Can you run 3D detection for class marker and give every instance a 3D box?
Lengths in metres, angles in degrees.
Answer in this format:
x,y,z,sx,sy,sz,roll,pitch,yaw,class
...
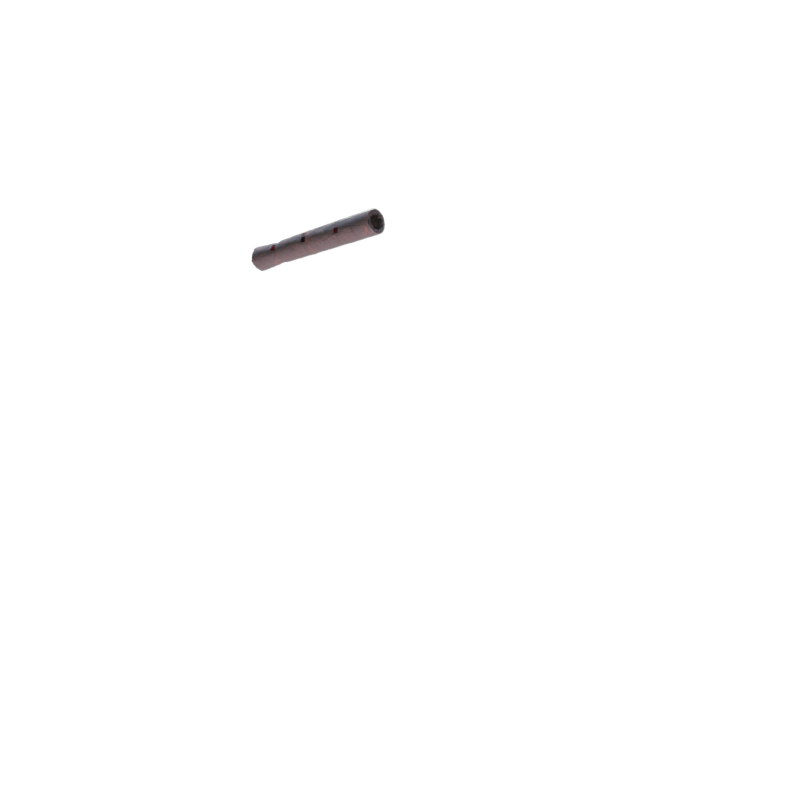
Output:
x,y,z,sx,sy,sz,roll,pitch,yaw,class
-0.063,-0.115,0.804,0.123,0.020,0.019,-11,-4,39,marker
